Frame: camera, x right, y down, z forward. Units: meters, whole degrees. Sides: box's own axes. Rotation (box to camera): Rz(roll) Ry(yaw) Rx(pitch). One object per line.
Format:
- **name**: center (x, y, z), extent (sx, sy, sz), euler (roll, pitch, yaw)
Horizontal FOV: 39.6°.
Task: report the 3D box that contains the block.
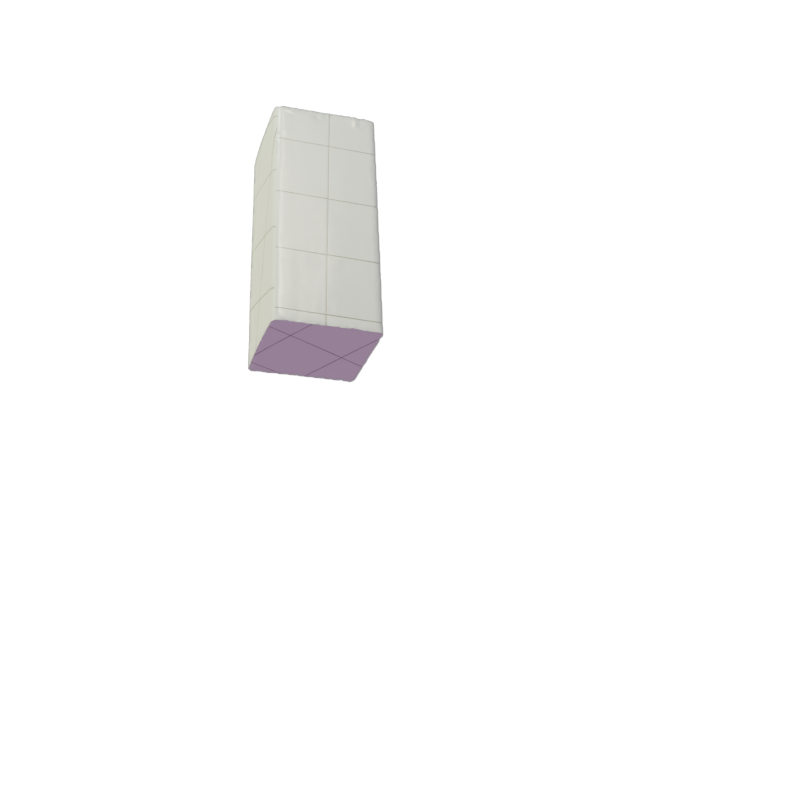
- **block**: center (-0.072, -0.132, 0.919), extent (0.089, 0.220, 0.086), euler (7, -32, -15)
